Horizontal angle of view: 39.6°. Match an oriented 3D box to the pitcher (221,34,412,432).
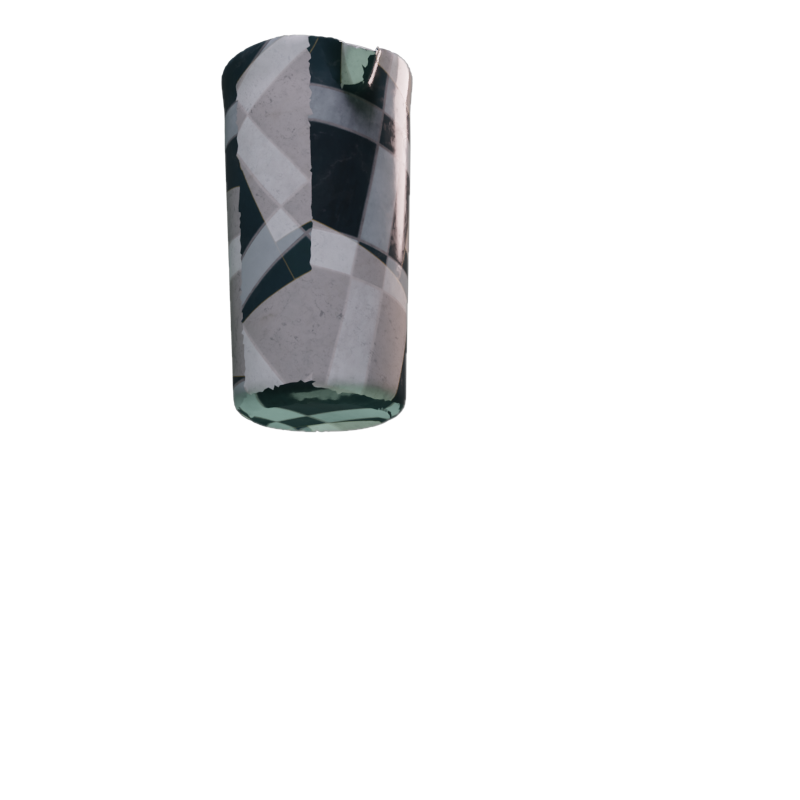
[{"bbox_3d":[-0.058,-0.106,0.740,0.148,0.254,0.140,-8,-20,19],"label":"pitcher"}]
